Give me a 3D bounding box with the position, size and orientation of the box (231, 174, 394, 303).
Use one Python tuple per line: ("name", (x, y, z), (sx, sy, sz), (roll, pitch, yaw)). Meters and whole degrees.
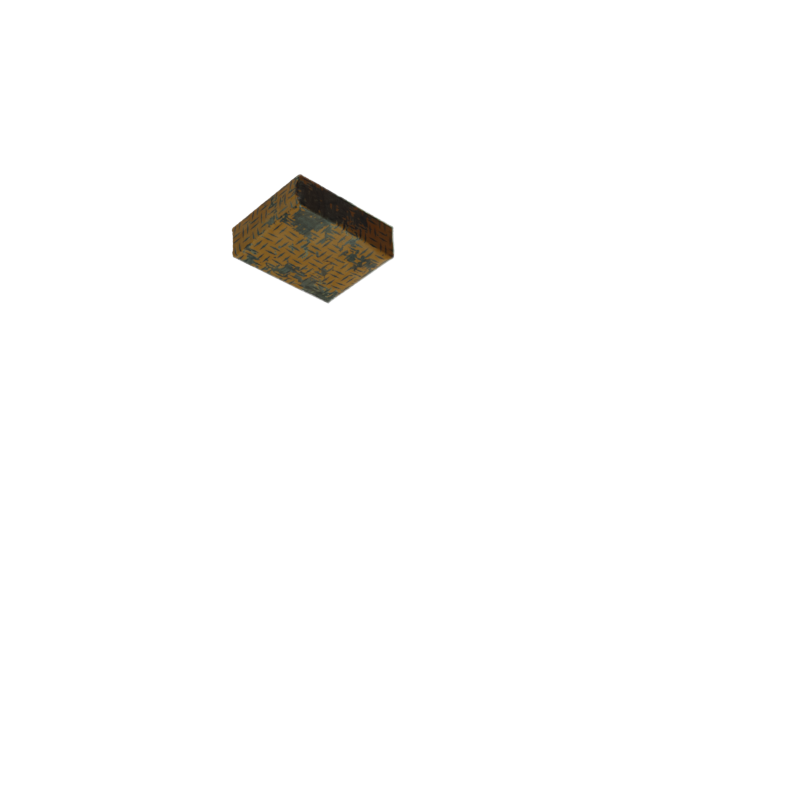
("box", (-0.074, -0.136, 0.950), (0.107, 0.042, 0.089), (28, -44, -34))
